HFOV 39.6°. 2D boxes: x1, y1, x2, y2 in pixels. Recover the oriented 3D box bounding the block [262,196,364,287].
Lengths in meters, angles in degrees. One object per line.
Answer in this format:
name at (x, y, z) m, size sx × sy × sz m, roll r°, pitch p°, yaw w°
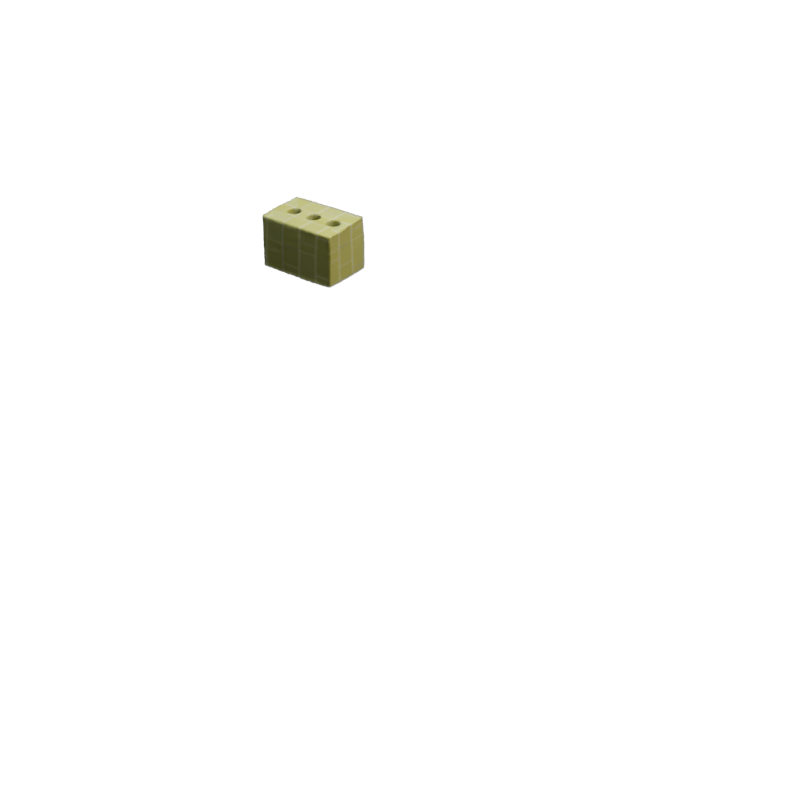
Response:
block at (-0.078, -0.142, 0.993) m, size 0.082 × 0.048 × 0.053 m, roll 21°, pitch 35°, yaw 30°
